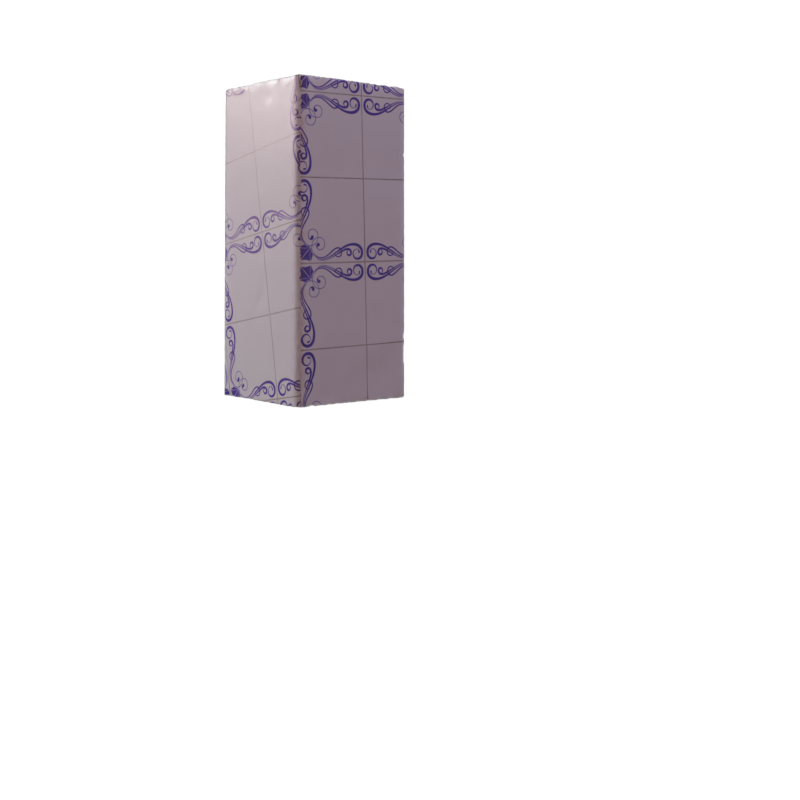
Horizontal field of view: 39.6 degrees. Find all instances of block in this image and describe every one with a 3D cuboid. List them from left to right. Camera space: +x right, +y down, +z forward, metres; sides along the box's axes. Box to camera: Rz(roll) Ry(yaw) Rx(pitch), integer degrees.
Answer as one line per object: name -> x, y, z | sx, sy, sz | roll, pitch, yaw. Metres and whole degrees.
block -> -0.058, -0.106, 0.743 | 0.087, 0.206, 0.094 | 0, 0, -40
